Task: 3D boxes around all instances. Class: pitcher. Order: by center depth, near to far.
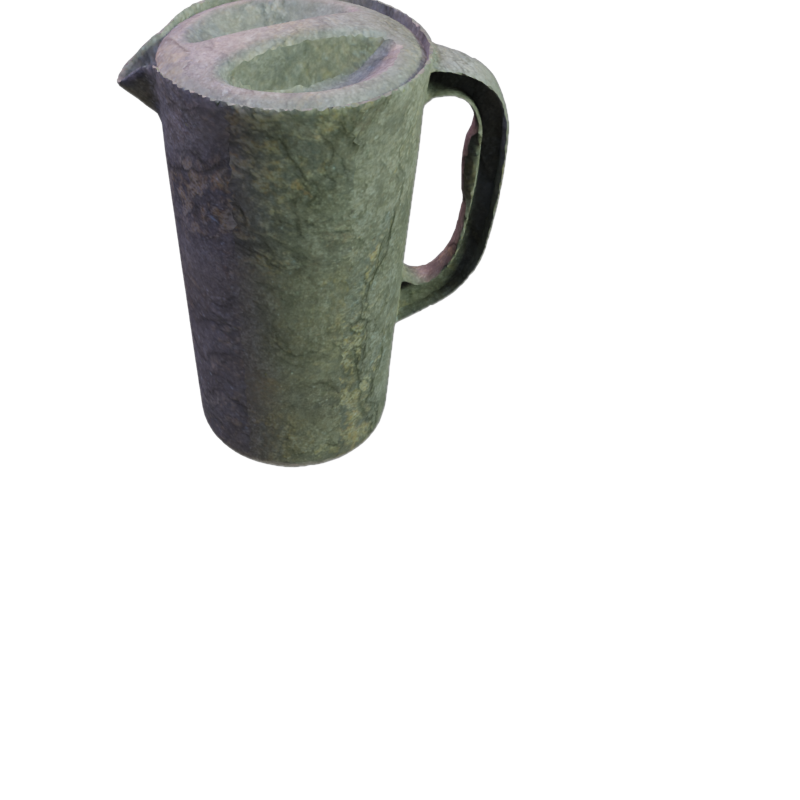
[{"bbox_3d":[-0.046,-0.083,0.585,0.159,0.227,0.145,32,47,31],"label":"pitcher"}]
